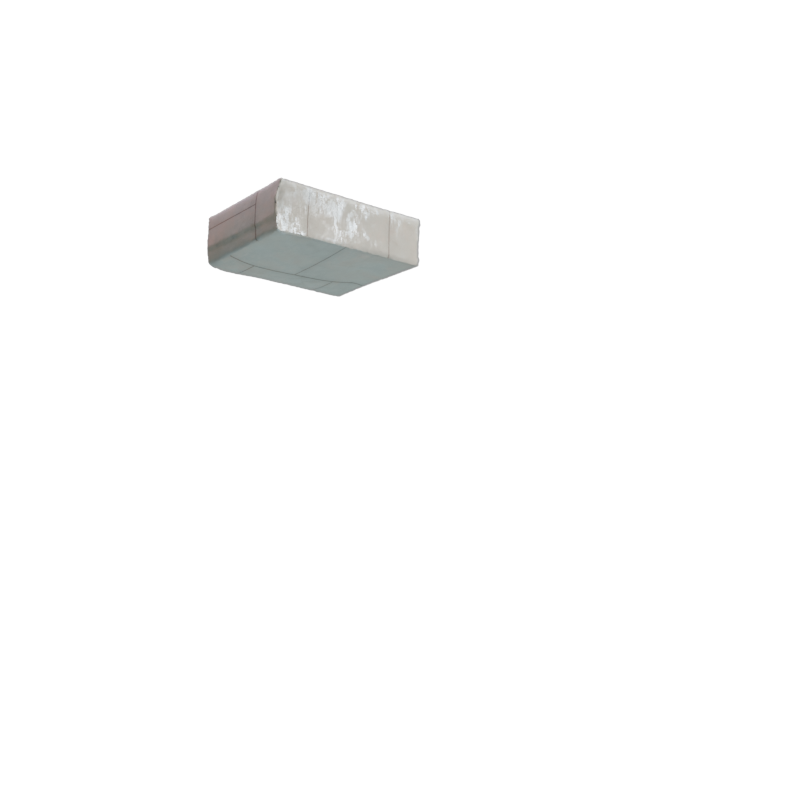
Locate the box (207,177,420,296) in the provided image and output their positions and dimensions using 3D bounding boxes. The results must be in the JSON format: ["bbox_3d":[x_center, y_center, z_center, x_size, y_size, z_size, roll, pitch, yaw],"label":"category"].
[{"bbox_3d":[-0.057,-0.104,0.728,0.108,0.040,0.091,9,-16,-35],"label":"box"}]
